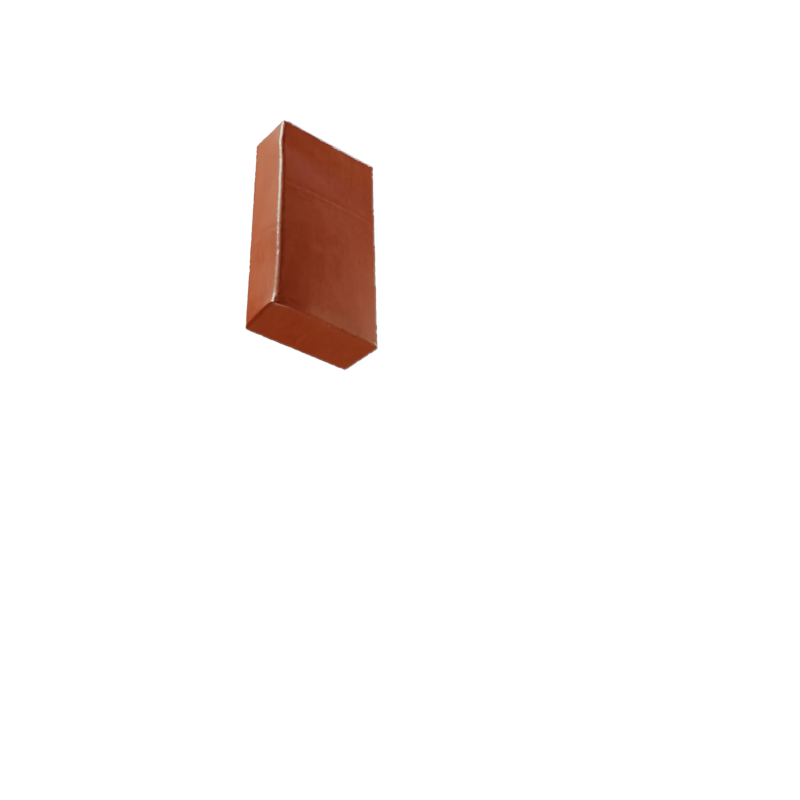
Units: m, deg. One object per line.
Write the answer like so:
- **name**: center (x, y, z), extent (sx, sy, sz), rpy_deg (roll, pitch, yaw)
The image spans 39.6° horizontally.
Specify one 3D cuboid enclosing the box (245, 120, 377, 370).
- **box**: center (-0.066, -0.119, 0.837), extent (0.088, 0.189, 0.047), rpy_deg (23, -45, -30)
